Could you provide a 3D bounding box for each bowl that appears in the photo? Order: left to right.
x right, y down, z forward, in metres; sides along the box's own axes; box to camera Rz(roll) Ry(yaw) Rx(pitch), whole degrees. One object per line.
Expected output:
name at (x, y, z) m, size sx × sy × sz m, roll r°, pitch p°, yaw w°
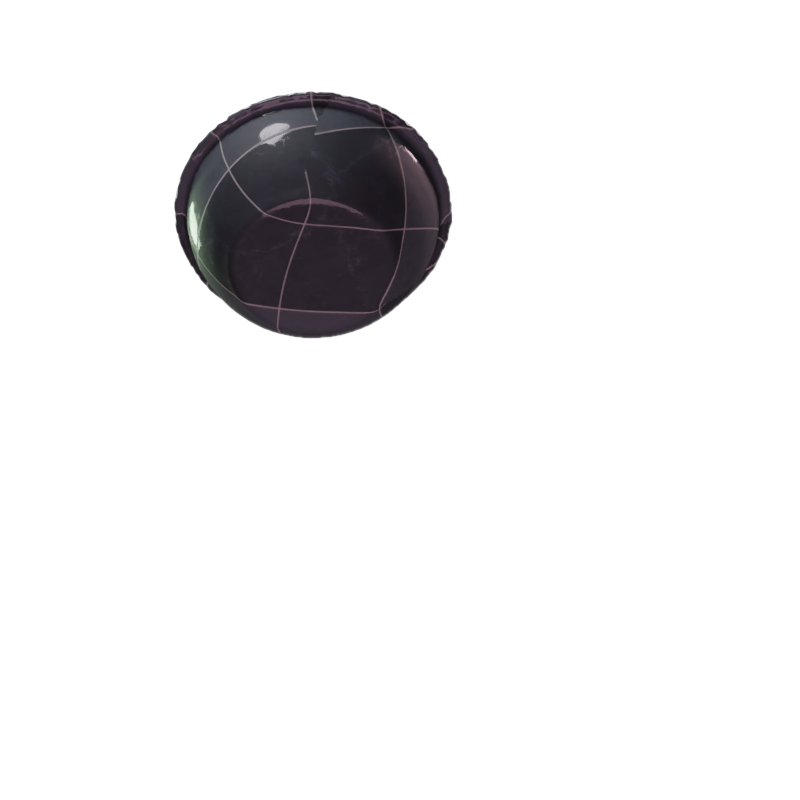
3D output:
bowl at (-0.049, -0.089, 0.625) m, size 0.162 × 0.152 × 0.059 m, roll 1°, pitch 36°, yaw -1°
